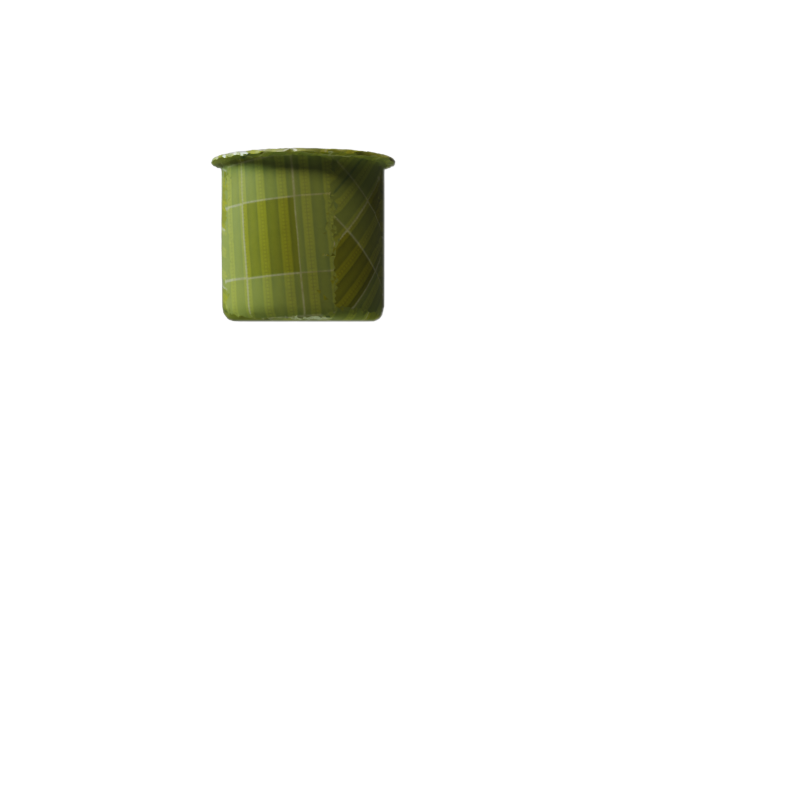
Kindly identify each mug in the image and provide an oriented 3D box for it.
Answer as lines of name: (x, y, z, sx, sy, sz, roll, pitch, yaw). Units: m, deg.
mug: (-0.045, -0.081, 0.569, 0.096, 0.082, 0.114, 0, 2, 22)
